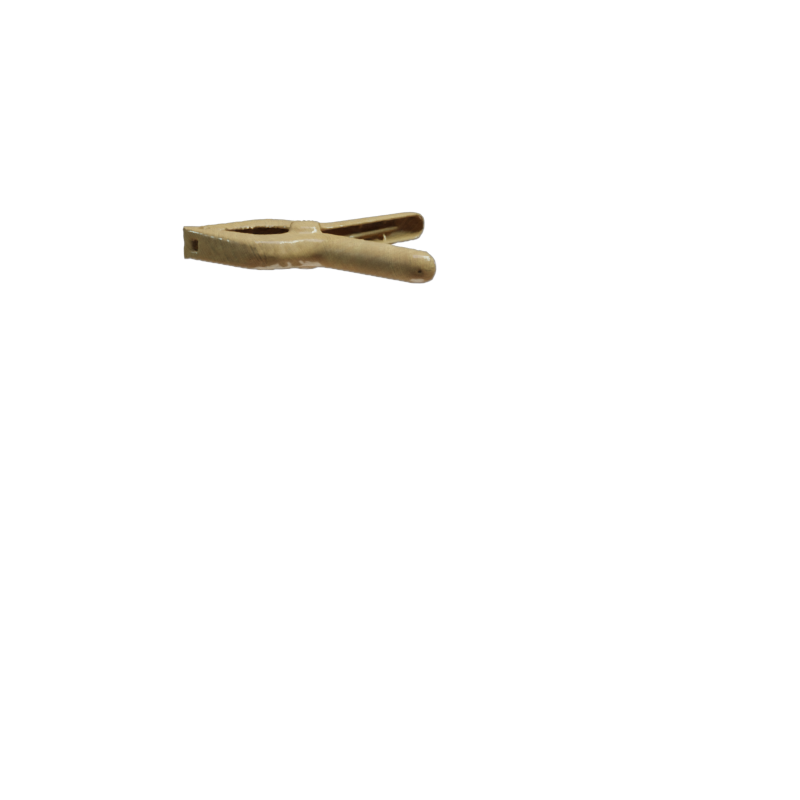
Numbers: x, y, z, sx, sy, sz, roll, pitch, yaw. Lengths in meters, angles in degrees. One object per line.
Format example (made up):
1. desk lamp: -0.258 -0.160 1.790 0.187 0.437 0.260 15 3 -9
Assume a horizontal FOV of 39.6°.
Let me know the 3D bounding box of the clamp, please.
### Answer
1. clamp: -0.072 -0.131 0.916 0.212 0.035 0.169 3 20 7
